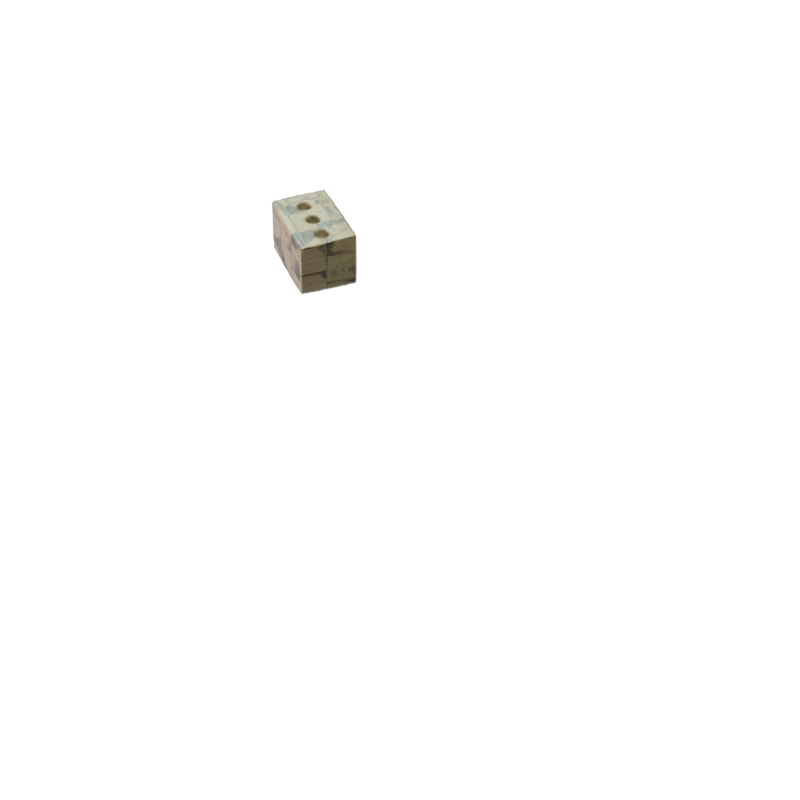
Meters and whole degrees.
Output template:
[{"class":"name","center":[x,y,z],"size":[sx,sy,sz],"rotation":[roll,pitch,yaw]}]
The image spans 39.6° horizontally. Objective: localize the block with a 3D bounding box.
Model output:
[{"class":"block","center":[-0.077,-0.140,0.978],"size":[0.052,0.048,0.084],"rotation":[-15,43,-18]}]
